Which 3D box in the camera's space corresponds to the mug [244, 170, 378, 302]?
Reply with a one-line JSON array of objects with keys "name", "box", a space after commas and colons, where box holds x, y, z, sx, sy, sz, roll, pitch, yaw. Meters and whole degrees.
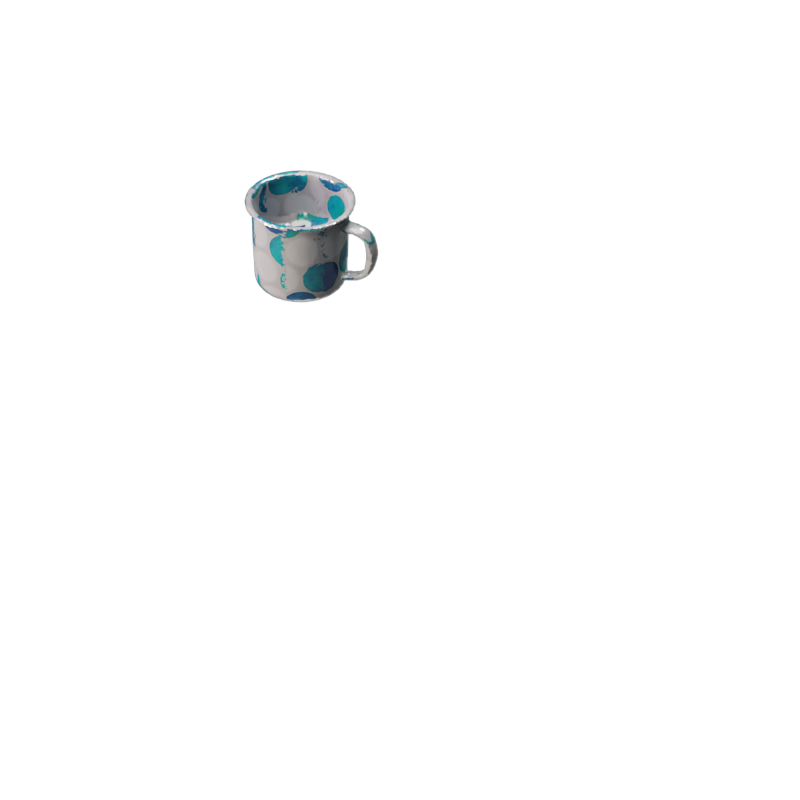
[{"name": "mug", "box": [-0.074, -0.135, 0.944, 0.121, 0.076, 0.097, 15, 41, 17]}]
